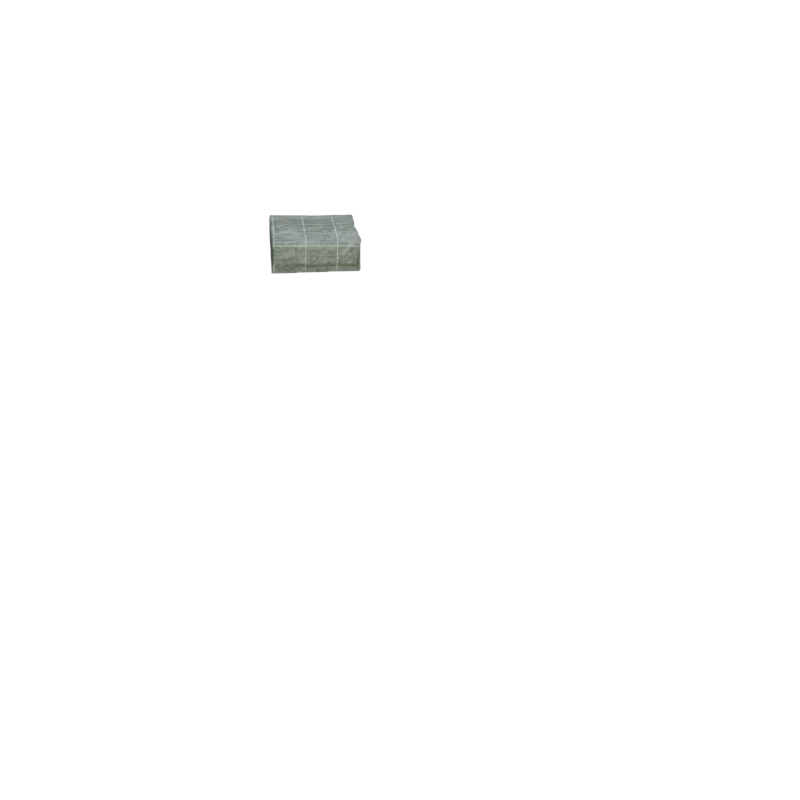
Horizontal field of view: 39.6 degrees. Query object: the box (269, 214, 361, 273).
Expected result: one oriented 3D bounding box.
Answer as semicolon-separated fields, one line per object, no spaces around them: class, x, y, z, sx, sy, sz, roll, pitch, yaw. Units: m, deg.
box;-0.073;-0.133;0.929;0.073;0.029;0.094;-2;22;-5
